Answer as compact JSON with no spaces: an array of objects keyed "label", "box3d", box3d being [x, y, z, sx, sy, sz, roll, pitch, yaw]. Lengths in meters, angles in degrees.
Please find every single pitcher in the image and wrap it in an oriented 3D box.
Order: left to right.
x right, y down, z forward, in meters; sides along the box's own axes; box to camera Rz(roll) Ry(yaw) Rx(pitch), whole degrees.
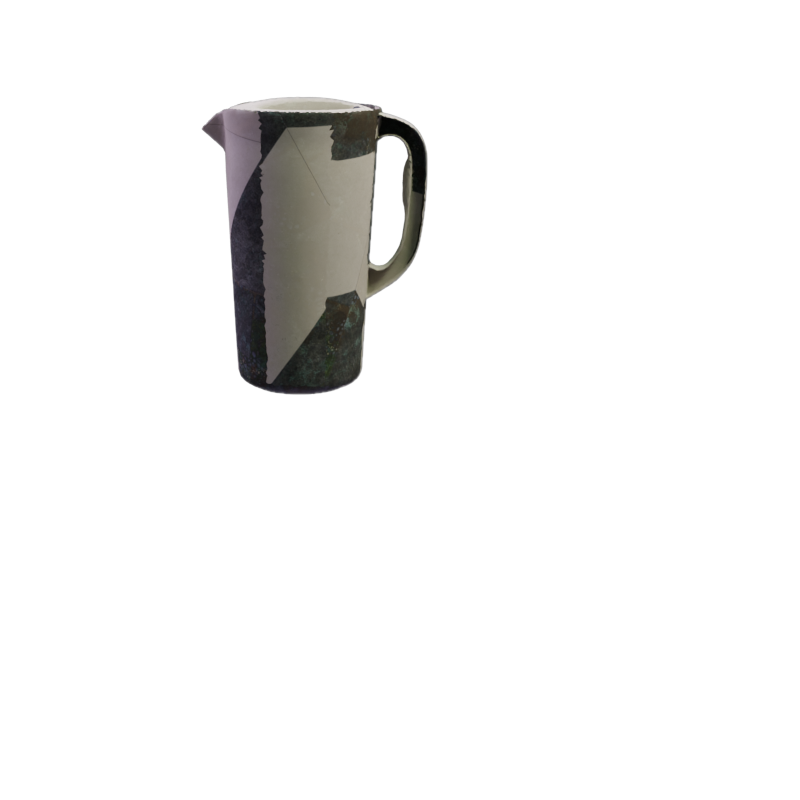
[{"label":"pitcher","box3d":[-0.073,-0.134,0.938,0.141,0.236,0.158,-11,18,-42]}]
